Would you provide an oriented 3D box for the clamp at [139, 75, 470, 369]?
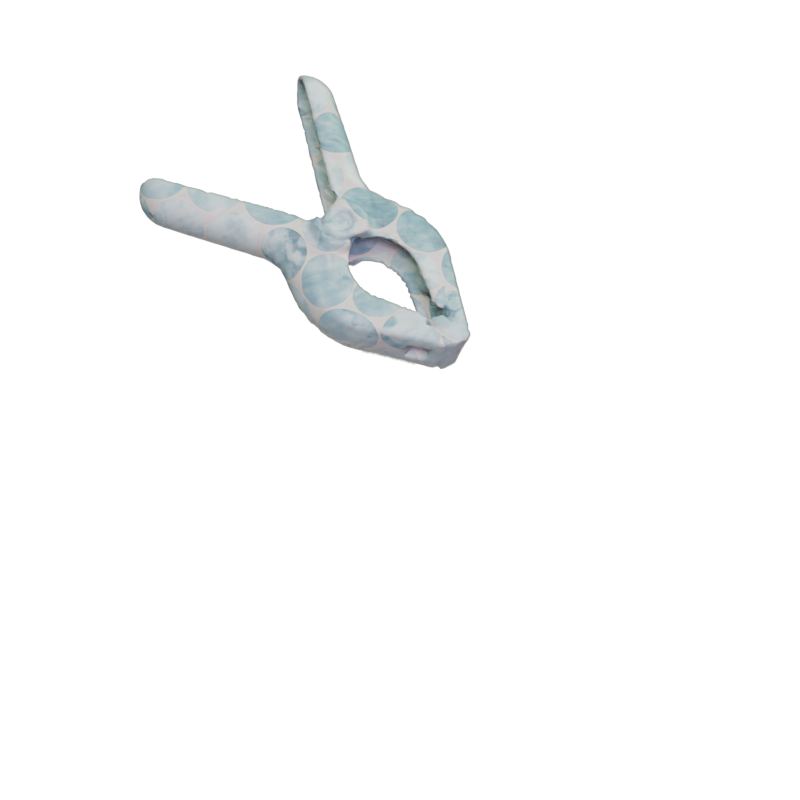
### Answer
[{"bbox_3d":[-0.042,-0.077,0.539,0.120,0.182,0.037,-32,-23,-16],"label":"clamp"}]
